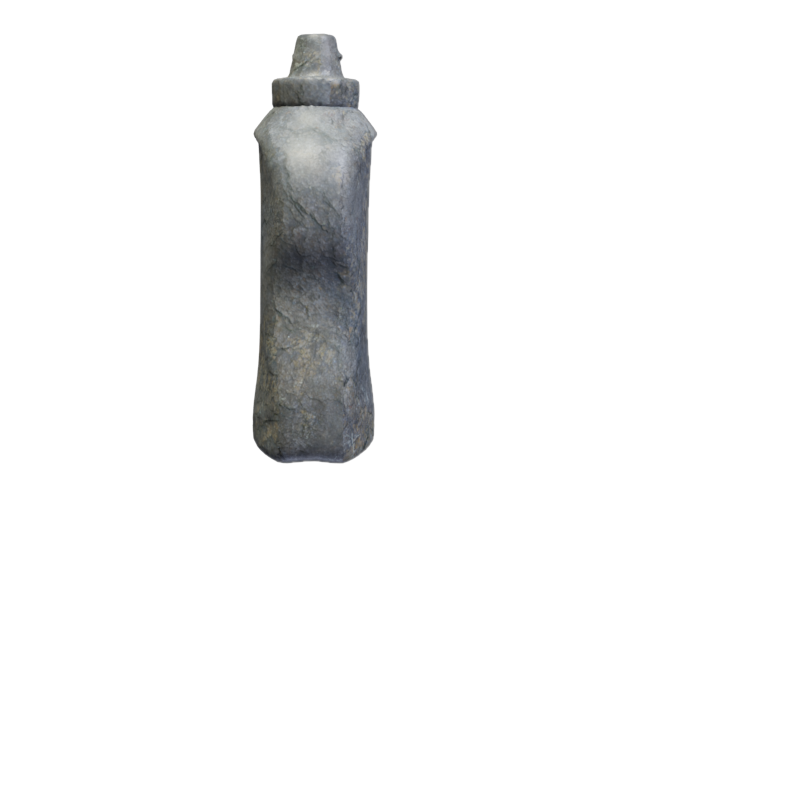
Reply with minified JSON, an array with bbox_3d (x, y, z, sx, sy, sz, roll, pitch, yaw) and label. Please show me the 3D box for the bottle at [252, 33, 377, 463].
[{"bbox_3d":[-0.040,-0.074,0.521,0.058,0.189,0.097,0,6,0],"label":"bottle"}]
